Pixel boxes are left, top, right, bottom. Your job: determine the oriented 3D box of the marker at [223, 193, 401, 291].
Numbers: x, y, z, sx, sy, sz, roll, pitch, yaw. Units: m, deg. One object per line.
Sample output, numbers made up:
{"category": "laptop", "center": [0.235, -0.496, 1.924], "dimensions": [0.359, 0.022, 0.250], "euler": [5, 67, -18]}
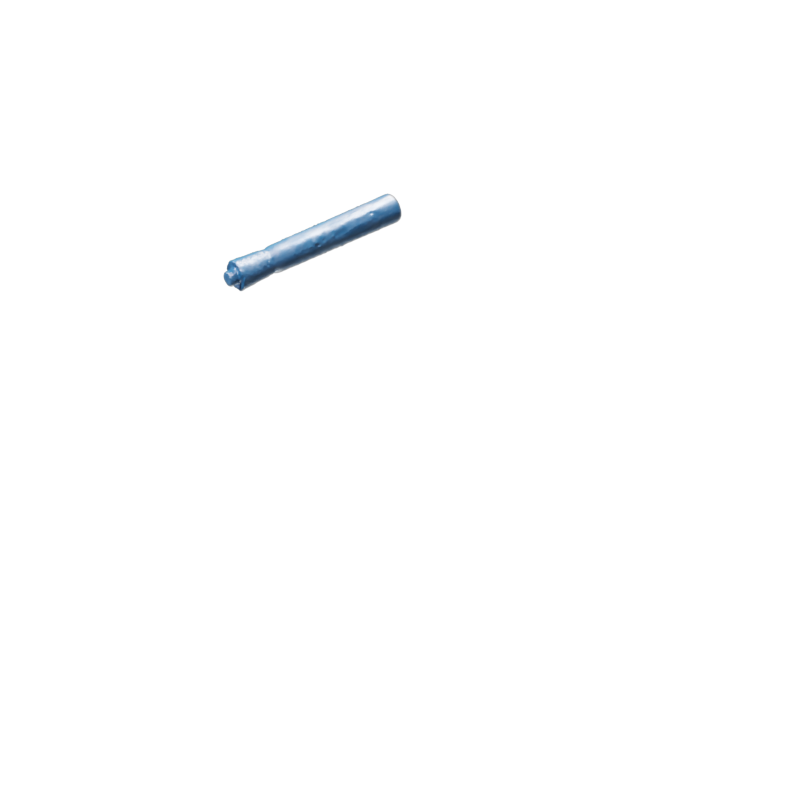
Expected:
{"category": "marker", "center": [-0.051, -0.094, 0.656], "dimensions": [0.120, 0.019, 0.020], "euler": [-28, 18, -28]}
